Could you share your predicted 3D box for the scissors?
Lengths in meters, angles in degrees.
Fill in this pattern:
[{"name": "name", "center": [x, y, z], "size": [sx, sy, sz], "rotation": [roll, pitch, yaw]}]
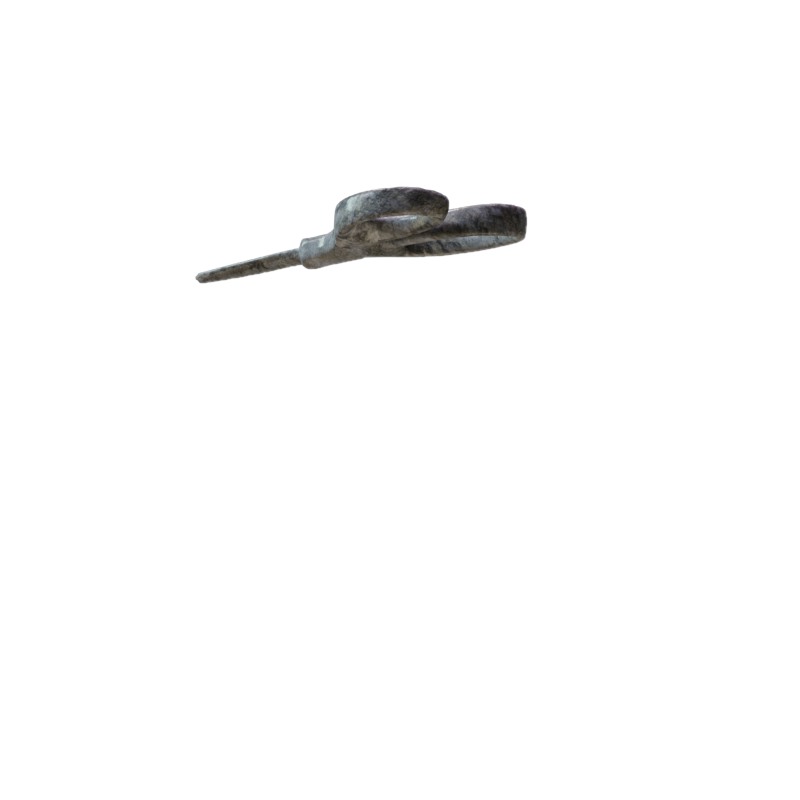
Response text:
[{"name": "scissors", "center": [-0.042, -0.076, 0.532], "size": [0.207, 0.016, 0.091], "rotation": [-3, -7, 28]}]
